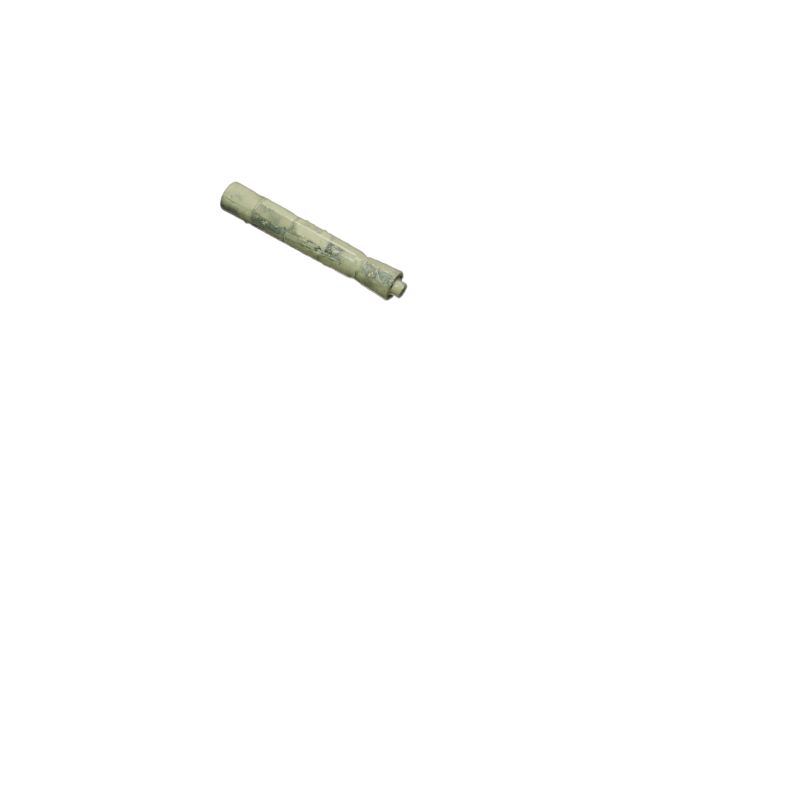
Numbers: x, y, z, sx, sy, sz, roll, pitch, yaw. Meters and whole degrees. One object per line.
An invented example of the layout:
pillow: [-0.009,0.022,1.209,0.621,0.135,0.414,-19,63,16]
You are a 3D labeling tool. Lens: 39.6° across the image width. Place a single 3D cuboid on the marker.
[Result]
marker: [-0.050,-0.091,0.635,0.126,0.019,0.019,31,13,18]
